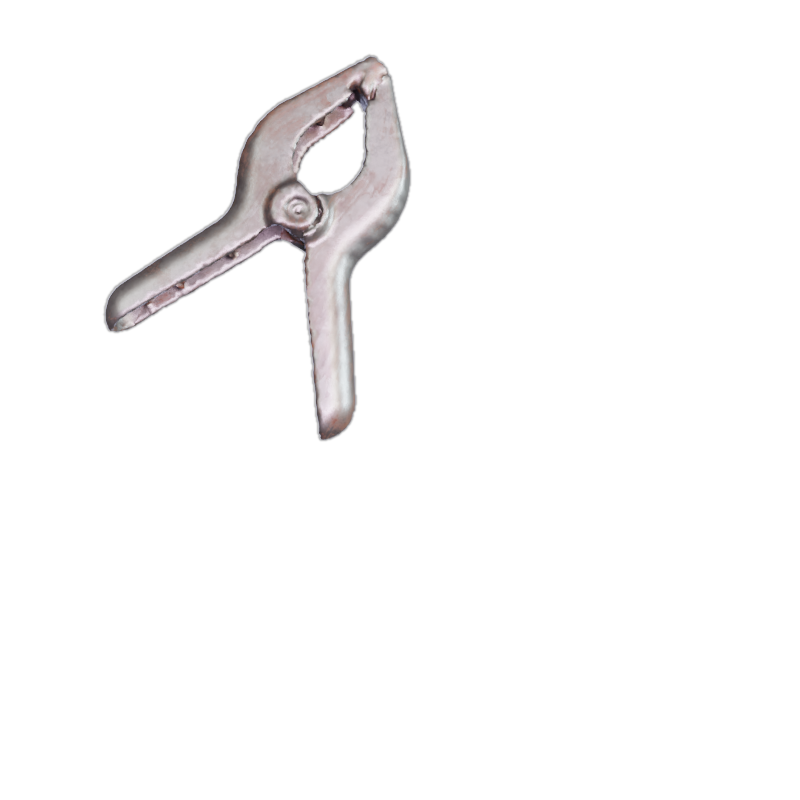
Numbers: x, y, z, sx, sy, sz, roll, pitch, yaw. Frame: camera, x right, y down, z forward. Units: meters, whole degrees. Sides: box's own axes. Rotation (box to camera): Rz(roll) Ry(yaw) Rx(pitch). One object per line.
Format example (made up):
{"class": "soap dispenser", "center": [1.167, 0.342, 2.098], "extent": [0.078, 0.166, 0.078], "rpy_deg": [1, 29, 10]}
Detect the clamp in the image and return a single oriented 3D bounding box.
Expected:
{"class": "clamp", "center": [-0.039, -0.072, 0.501], "extent": [0.122, 0.173, 0.038], "rpy_deg": [35, -7, 4]}
